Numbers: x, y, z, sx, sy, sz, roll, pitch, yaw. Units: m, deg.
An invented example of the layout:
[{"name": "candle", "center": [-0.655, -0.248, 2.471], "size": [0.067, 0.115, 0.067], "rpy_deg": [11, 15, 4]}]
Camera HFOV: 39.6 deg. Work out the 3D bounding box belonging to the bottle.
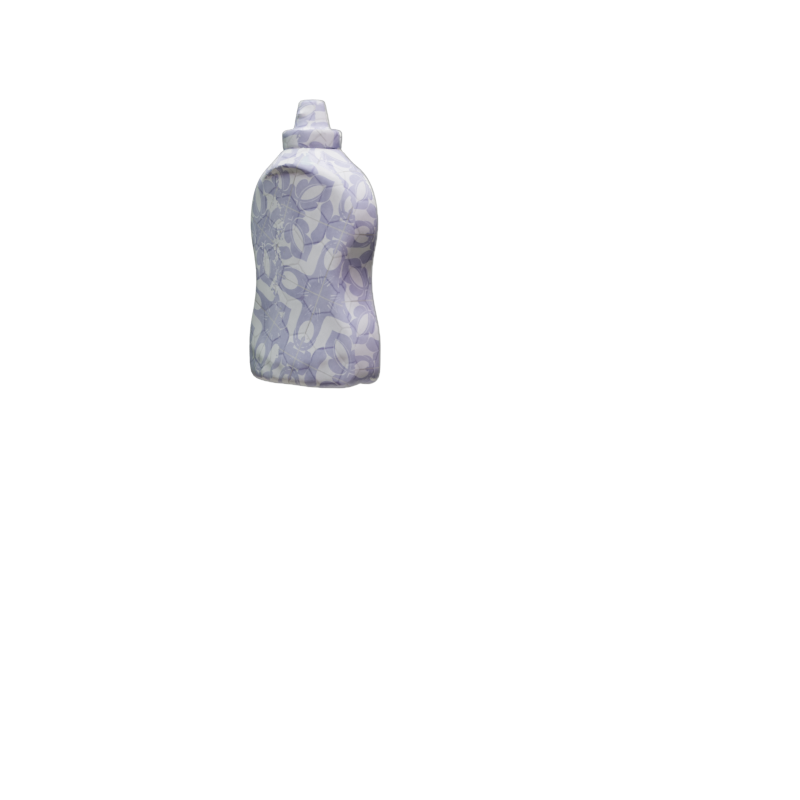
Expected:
[{"name": "bottle", "center": [-0.059, -0.108, 0.755], "size": [0.100, 0.191, 0.056], "rpy_deg": [2, 2, 40]}]
